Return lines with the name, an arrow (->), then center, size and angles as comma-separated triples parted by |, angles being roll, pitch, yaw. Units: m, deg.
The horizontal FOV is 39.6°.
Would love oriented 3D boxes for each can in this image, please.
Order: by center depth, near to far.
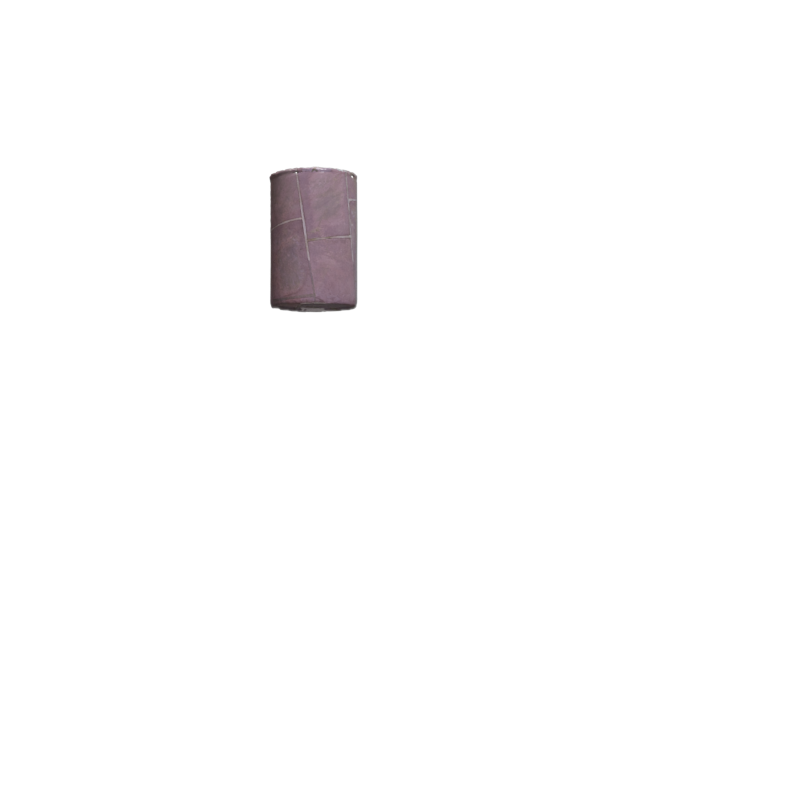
can -> -0.066, -0.121, 0.847 | 0.068, 0.104, 0.067 | 0, -7, -2
